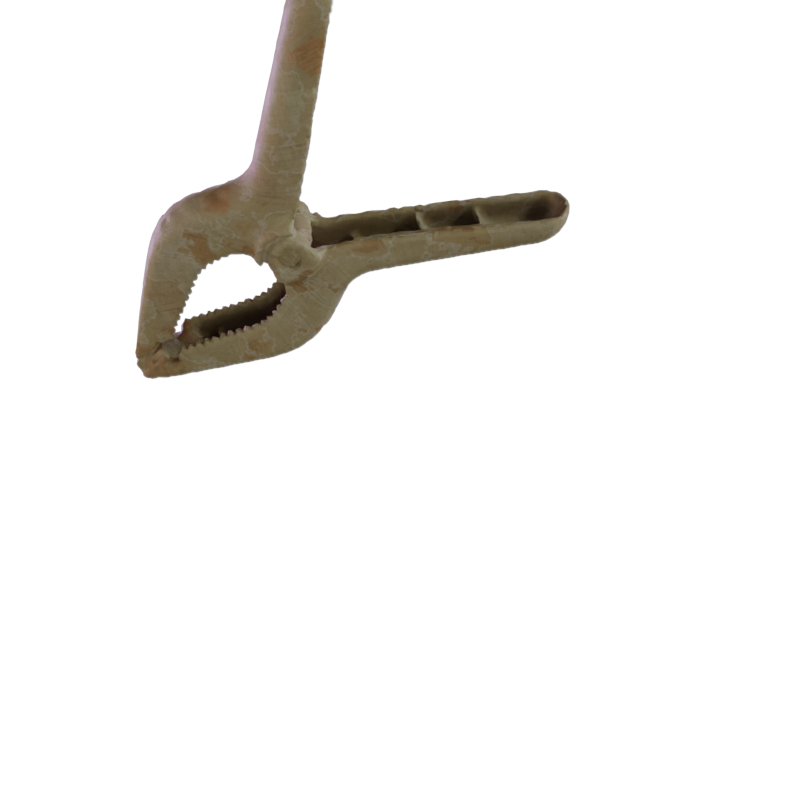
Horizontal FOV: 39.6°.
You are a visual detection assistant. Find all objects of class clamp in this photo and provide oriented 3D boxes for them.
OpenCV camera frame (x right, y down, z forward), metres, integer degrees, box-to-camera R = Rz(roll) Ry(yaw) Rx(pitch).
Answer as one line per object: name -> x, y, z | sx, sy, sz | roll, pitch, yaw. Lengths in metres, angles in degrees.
clamp -> -0.040, -0.072, 0.507 | 0.157, 0.206, 0.039 | 34, 29, -23
